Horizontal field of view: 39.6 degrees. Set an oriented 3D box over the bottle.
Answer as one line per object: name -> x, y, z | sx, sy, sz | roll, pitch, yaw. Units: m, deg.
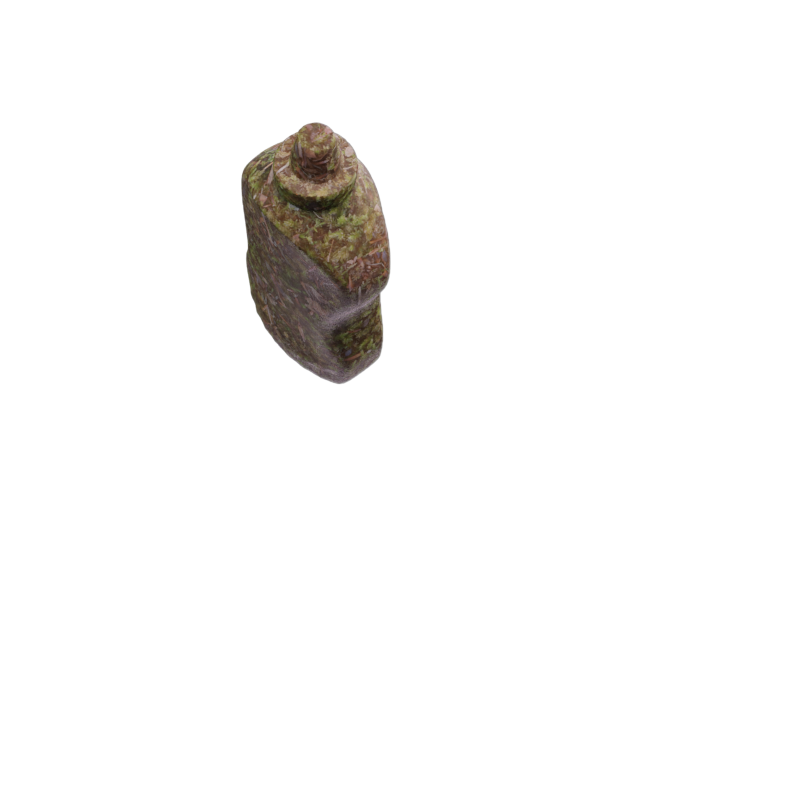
bottle -> -0.046, -0.085, 0.593 | 0.058, 0.101, 0.181 | -33, -19, -17
